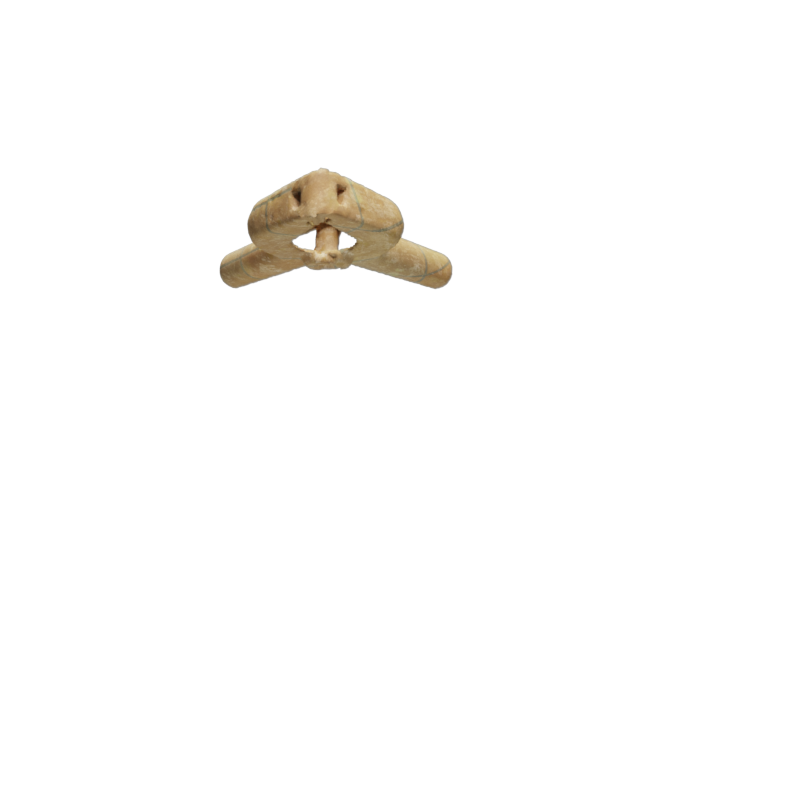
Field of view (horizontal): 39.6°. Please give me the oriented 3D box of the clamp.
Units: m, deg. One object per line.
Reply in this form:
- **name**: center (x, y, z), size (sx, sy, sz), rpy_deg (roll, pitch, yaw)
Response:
- **clamp**: center (-0.056, -0.101, 0.710), size (0.166, 0.037, 0.202), rpy_deg (-1, -7, 8)
